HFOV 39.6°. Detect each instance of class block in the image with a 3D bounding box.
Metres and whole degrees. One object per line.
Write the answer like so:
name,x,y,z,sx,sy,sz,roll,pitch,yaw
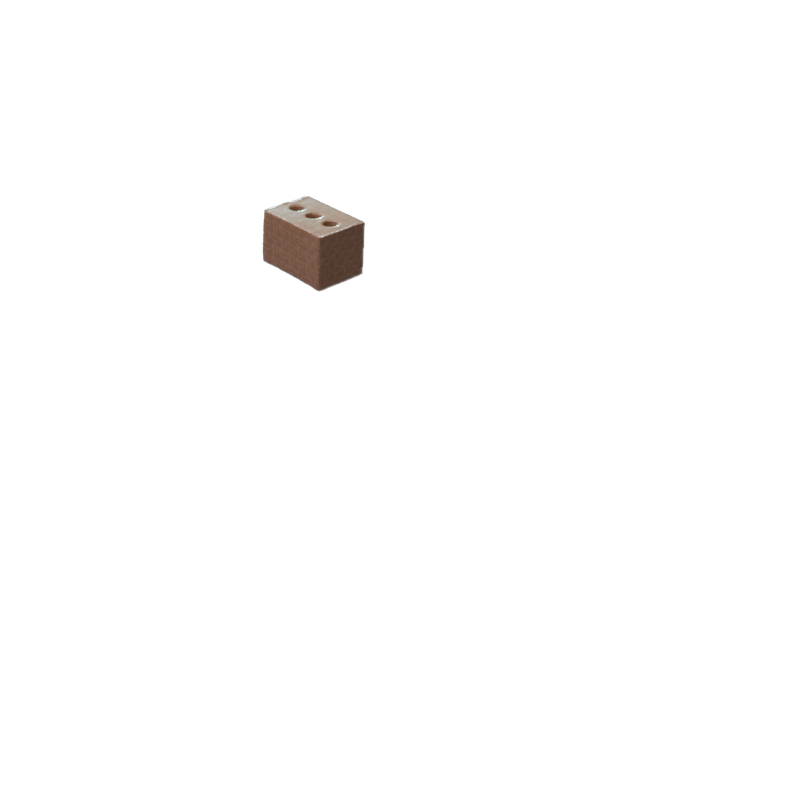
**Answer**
block,-0.075,-0.137,0.957,0.052,0.048,0.083,-24,38,-37
